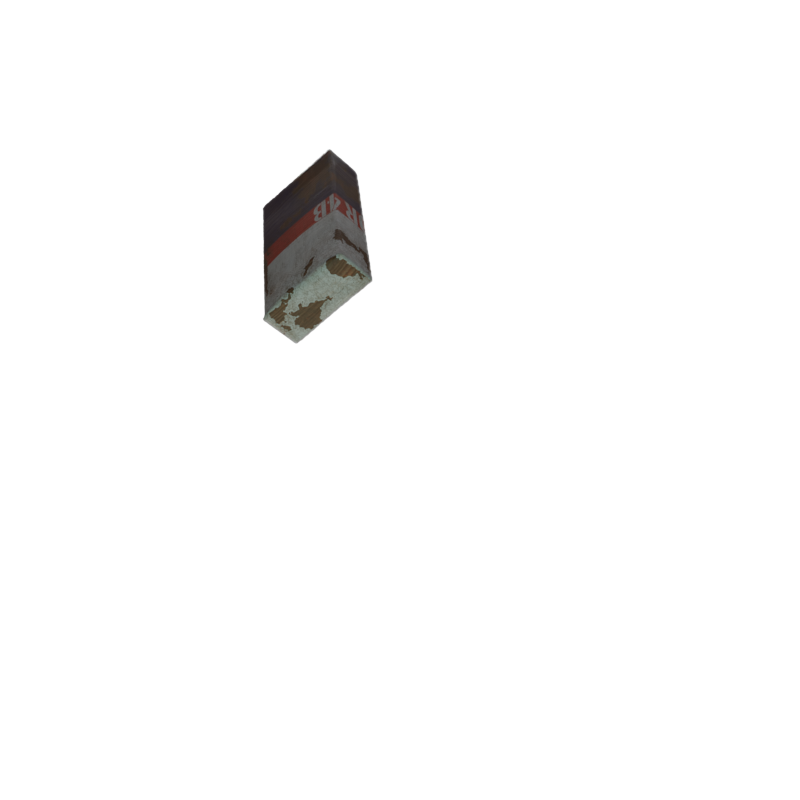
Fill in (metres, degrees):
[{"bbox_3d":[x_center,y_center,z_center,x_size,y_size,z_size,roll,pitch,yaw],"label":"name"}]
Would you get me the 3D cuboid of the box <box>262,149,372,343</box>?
[{"bbox_3d":[-0.076,-0.139,0.972,0.092,0.189,0.045,-37,-59,22],"label":"box"}]
